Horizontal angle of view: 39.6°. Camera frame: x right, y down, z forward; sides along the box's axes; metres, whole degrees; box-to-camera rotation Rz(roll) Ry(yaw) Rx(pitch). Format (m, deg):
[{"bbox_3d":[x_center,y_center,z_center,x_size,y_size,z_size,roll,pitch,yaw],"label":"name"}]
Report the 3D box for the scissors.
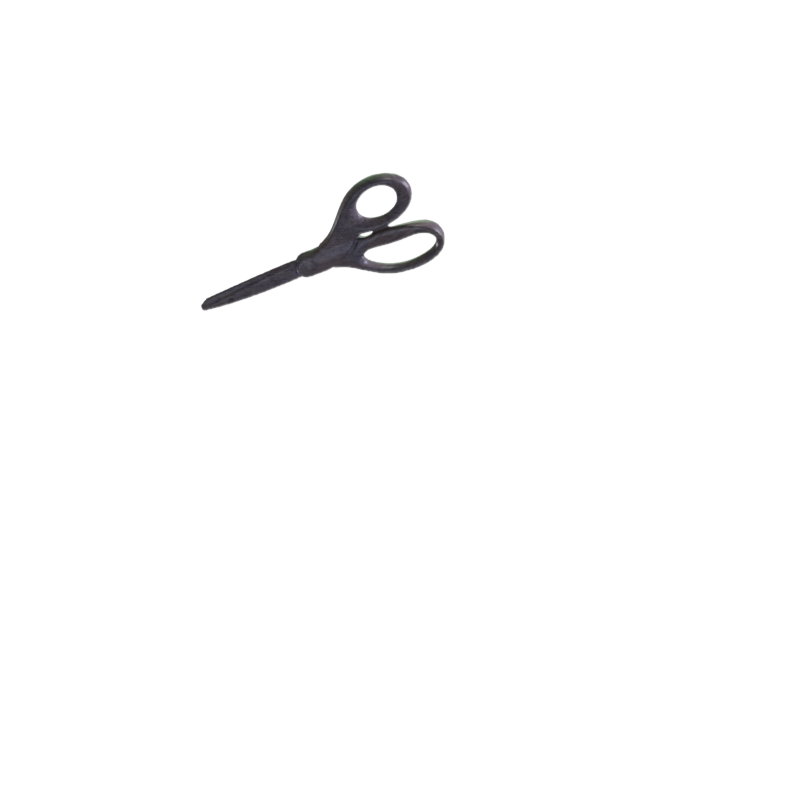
[{"bbox_3d":[-0.068,-0.123,0.862,0.203,0.089,0.017,-8,35,6],"label":"scissors"}]
